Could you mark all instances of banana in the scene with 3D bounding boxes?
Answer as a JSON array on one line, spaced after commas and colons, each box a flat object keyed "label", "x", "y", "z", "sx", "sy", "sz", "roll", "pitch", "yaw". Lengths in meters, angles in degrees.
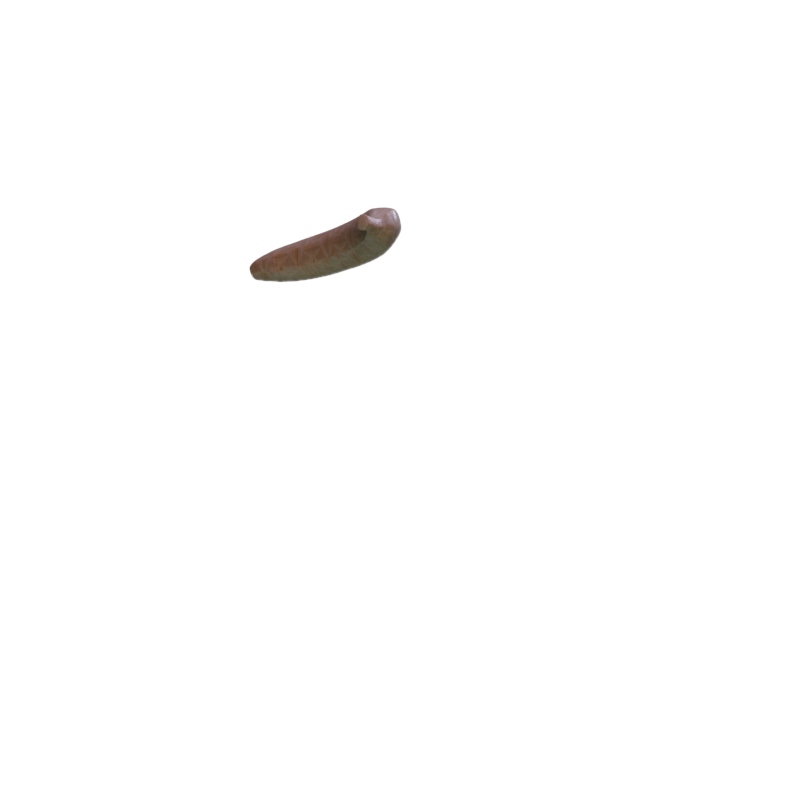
[{"label": "banana", "x": -0.055, "y": -0.132, "z": 0.933, "sx": 0.067, "sy": 0.038, "sz": 0.200, "roll": 7, "pitch": -12, "yaw": -32}]
